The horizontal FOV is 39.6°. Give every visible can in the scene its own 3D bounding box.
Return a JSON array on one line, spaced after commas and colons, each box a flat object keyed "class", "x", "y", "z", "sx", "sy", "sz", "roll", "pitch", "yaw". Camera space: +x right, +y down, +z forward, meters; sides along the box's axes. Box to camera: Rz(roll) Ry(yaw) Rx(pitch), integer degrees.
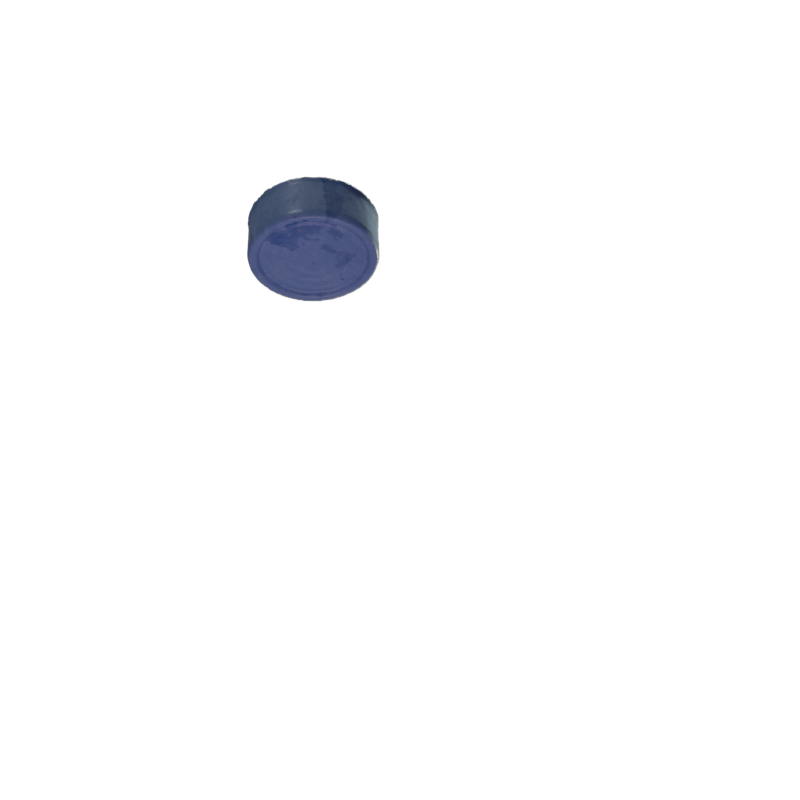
[{"class": "can", "x": -0.056, "y": -0.102, "z": 0.715, "sx": 0.086, "sy": 0.036, "sz": 0.080, "roll": 1, "pitch": -38, "yaw": -2}]
